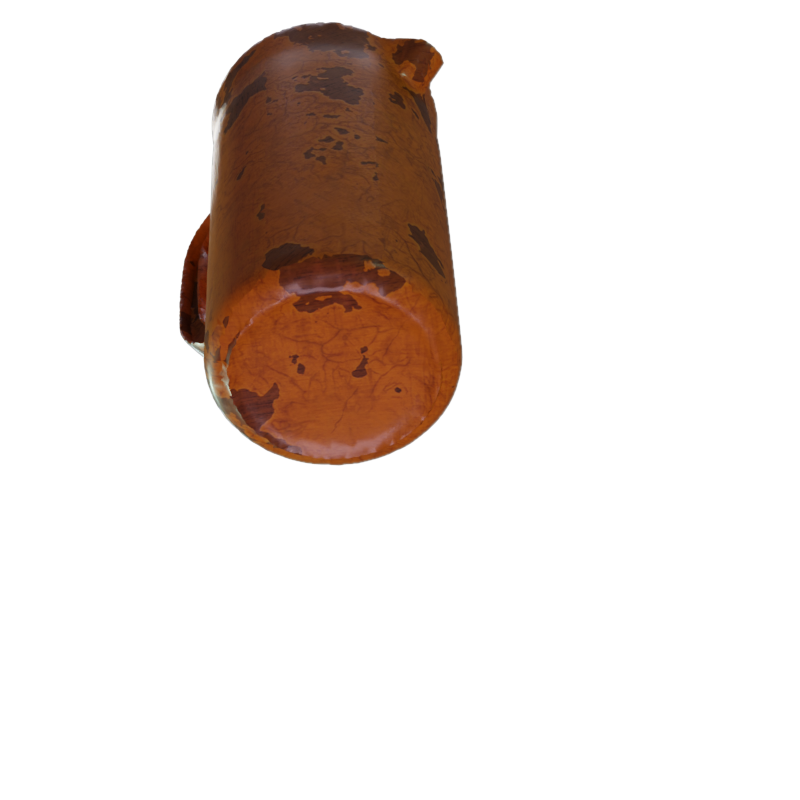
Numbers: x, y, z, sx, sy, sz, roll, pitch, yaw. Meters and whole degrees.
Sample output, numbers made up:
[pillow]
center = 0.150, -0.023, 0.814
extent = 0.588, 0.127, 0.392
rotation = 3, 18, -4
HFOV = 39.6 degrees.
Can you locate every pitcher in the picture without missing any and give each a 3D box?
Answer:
[pitcher]
center = -0.044, -0.080, 0.559
extent = 0.144, 0.140, 0.260
rotation = 2, 36, -5
